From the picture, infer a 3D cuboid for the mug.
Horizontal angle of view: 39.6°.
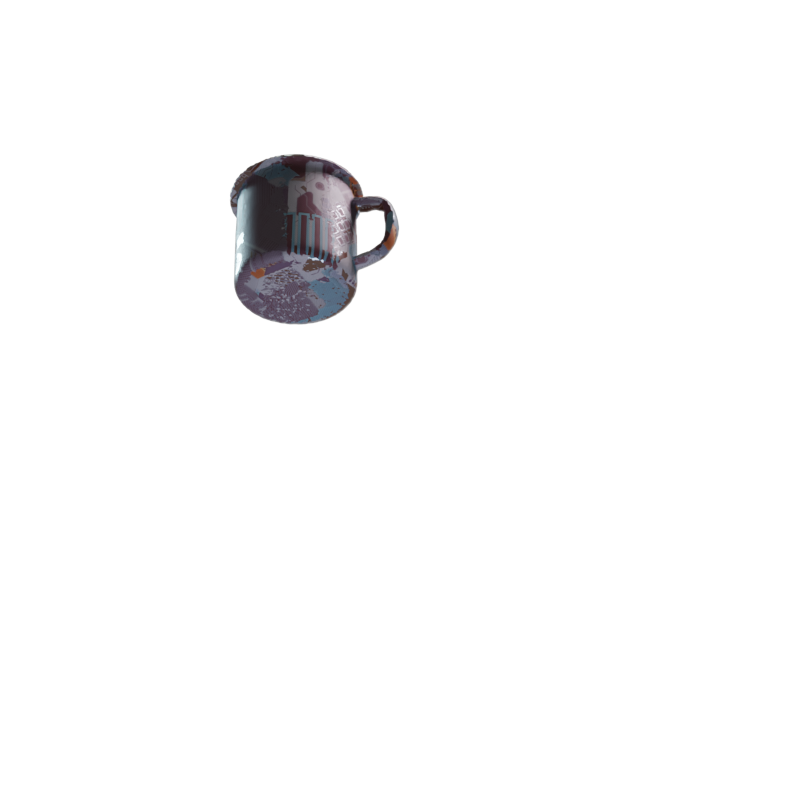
[{"bbox_3d":[-0.058,-0.106,0.745,0.118,0.087,0.086,-7,-36,9],"label":"mug"}]
